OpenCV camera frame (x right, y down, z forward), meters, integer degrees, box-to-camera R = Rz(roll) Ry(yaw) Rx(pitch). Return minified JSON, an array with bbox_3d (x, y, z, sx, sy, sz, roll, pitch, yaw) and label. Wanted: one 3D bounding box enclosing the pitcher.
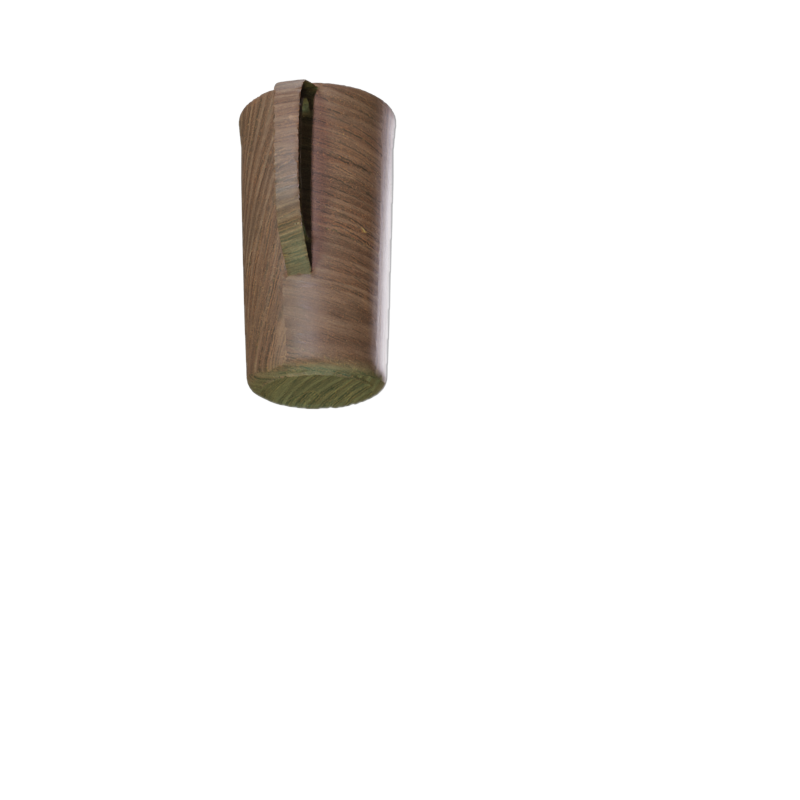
[{"bbox_3d":[-0.069,-0.126,0.883,0.142,0.256,0.145,14,-27,-33],"label":"pitcher"}]
